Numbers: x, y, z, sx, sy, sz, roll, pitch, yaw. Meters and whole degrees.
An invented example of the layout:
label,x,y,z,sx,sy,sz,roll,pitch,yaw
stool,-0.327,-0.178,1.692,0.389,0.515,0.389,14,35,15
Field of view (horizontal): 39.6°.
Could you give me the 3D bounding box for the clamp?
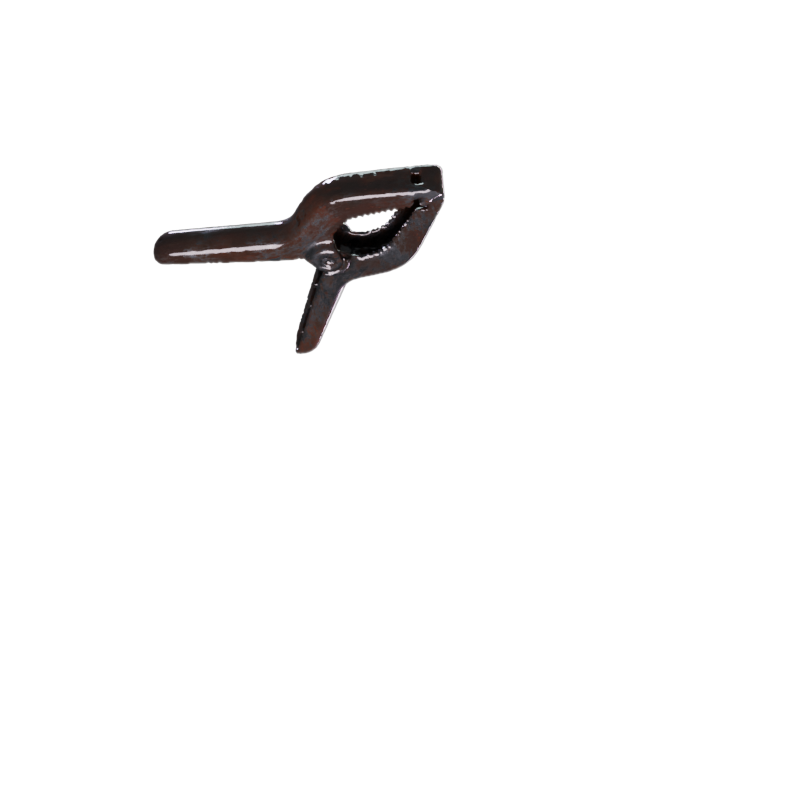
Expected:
label,x,y,z,sx,sy,sz,roll,pitch,yaw
clamp,-0.062,-0.113,0.792,0.155,0.039,0.208,29,-45,-34
